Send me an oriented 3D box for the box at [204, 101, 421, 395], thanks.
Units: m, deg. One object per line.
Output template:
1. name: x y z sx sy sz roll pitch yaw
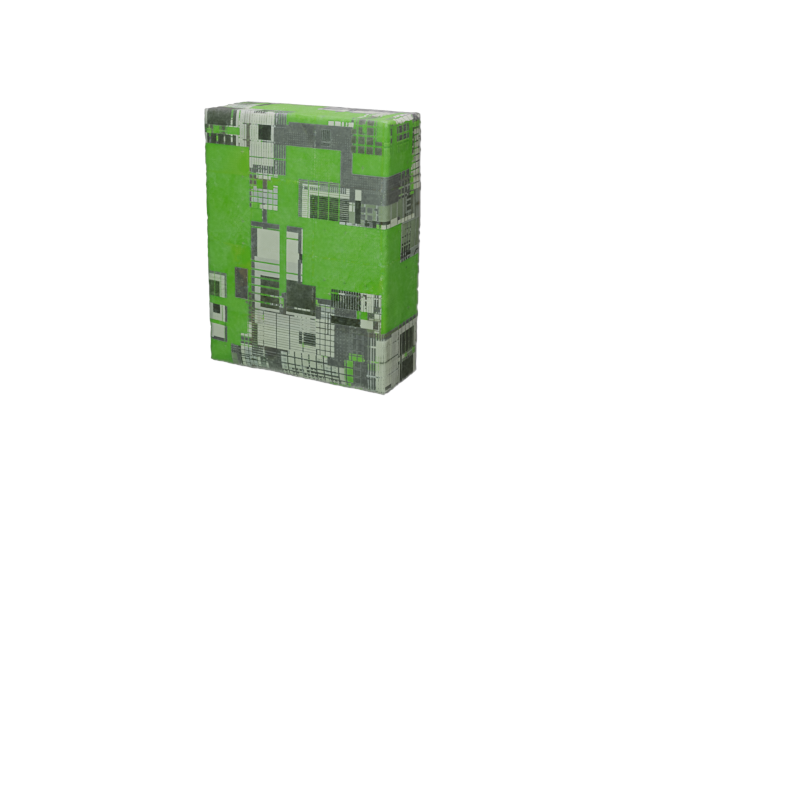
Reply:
1. box: -0.070 -0.127 0.888 0.171 0.206 0.071 10 18 27
